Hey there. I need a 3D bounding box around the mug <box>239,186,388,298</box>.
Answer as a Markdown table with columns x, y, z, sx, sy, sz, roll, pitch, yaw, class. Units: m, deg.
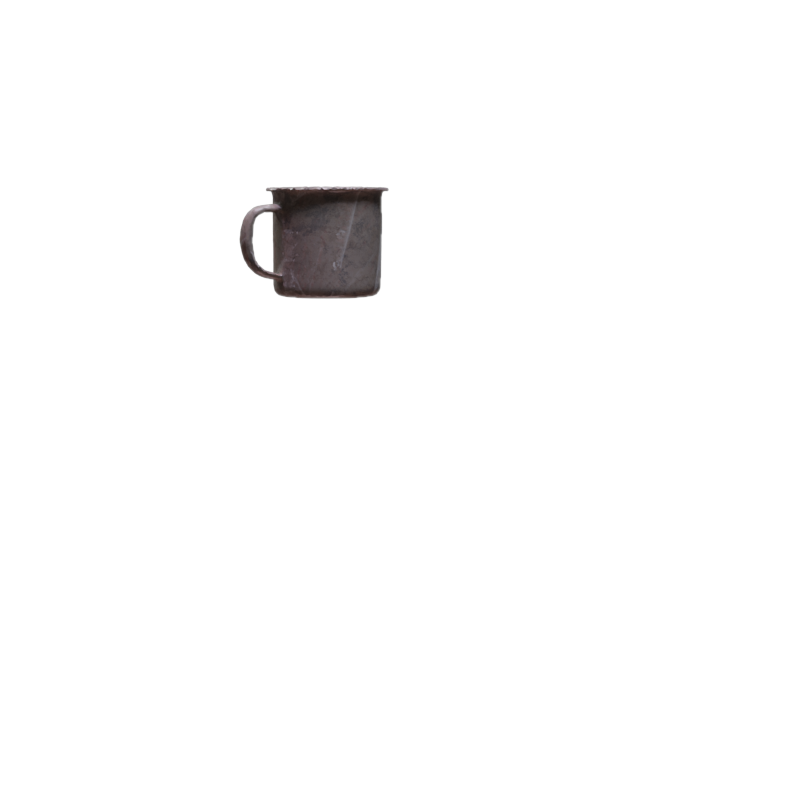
| x | y | z | sx | sy | sz | roll | pitch | yaw | class |
| --- | --- | --- | --- | --- | --- | --- | --- | --- | --- |
| -0.065 | -0.119 | 0.832 | 0.113 | 0.081 | 0.097 | -4 | 8 | -32 | mug |
